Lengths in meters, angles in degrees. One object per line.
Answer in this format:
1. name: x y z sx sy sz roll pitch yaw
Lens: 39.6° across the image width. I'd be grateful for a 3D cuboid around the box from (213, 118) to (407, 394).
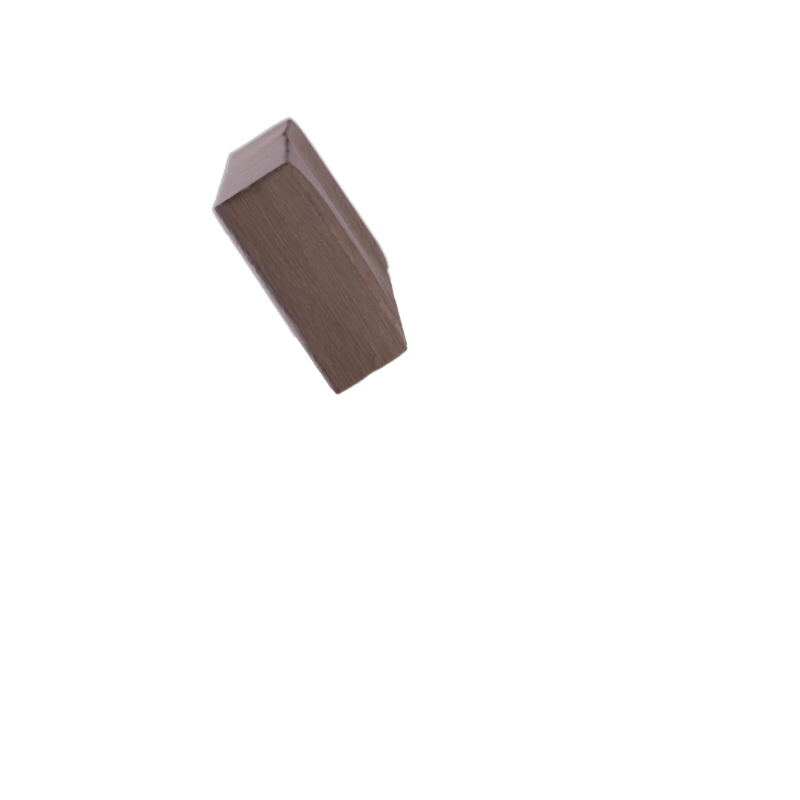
1. box: -0.068 -0.124 0.865 0.072 0.158 0.223 -31 18 8
